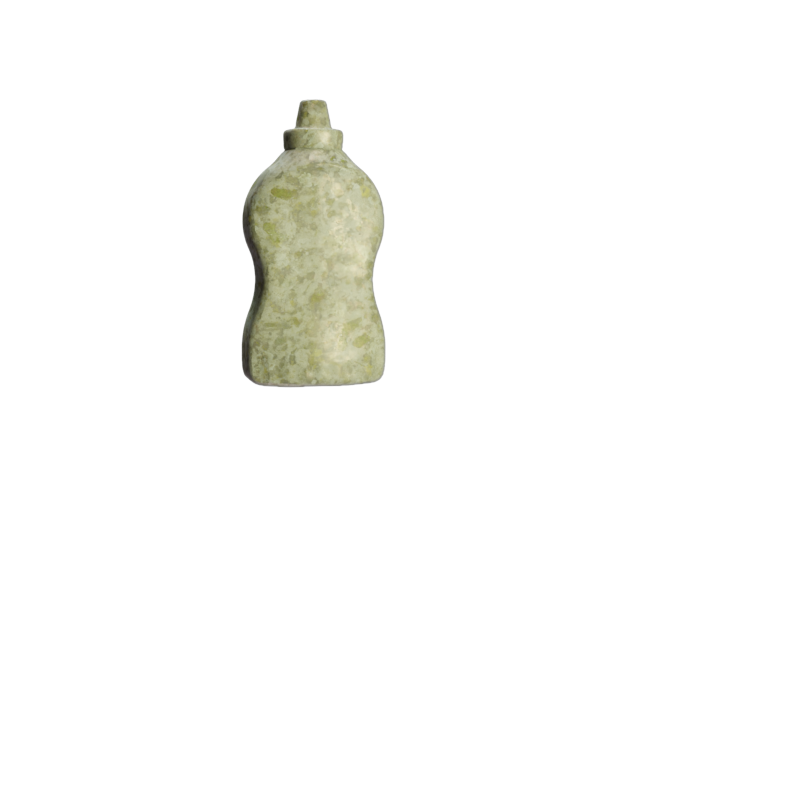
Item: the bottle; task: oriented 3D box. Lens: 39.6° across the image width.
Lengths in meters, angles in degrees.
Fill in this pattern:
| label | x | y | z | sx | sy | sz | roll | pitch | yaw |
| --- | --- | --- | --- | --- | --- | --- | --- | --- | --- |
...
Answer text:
| label | x | y | z | sx | sy | sz | roll | pitch | yaw |
| --- | --- | --- | --- | --- | --- | --- | --- | --- | --- |
| bottle | -0.059 | -0.108 | 0.754 | 0.095 | 0.191 | 0.059 | 0 | 1 | -12 |
